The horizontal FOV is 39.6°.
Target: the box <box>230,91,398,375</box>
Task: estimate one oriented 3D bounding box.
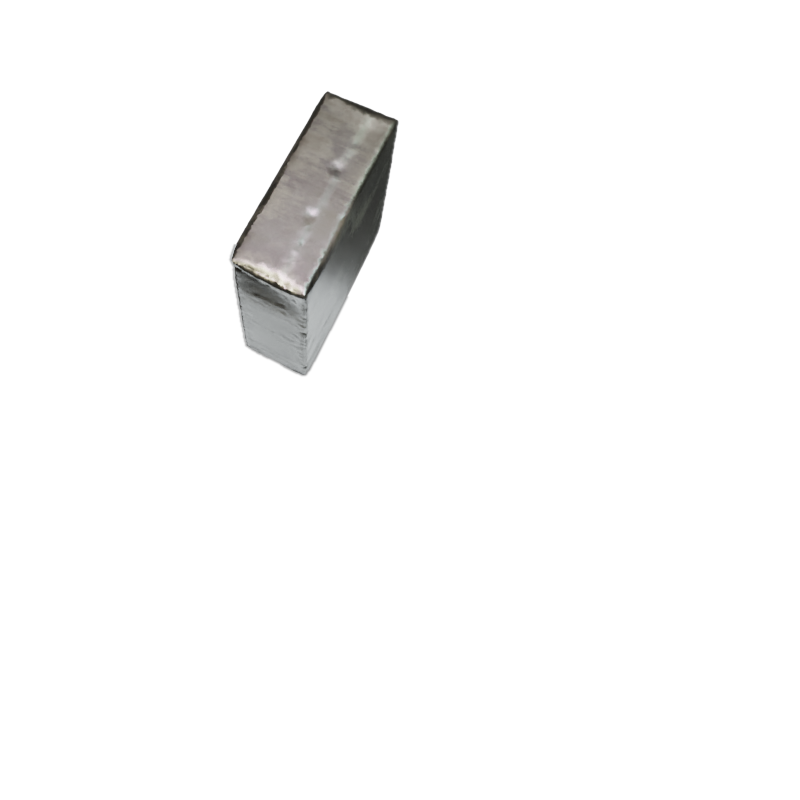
[{"bbox_3d":[-0.072,-0.132,0.923,0.073,0.169,0.205,25,-17,3],"label":"box"}]
